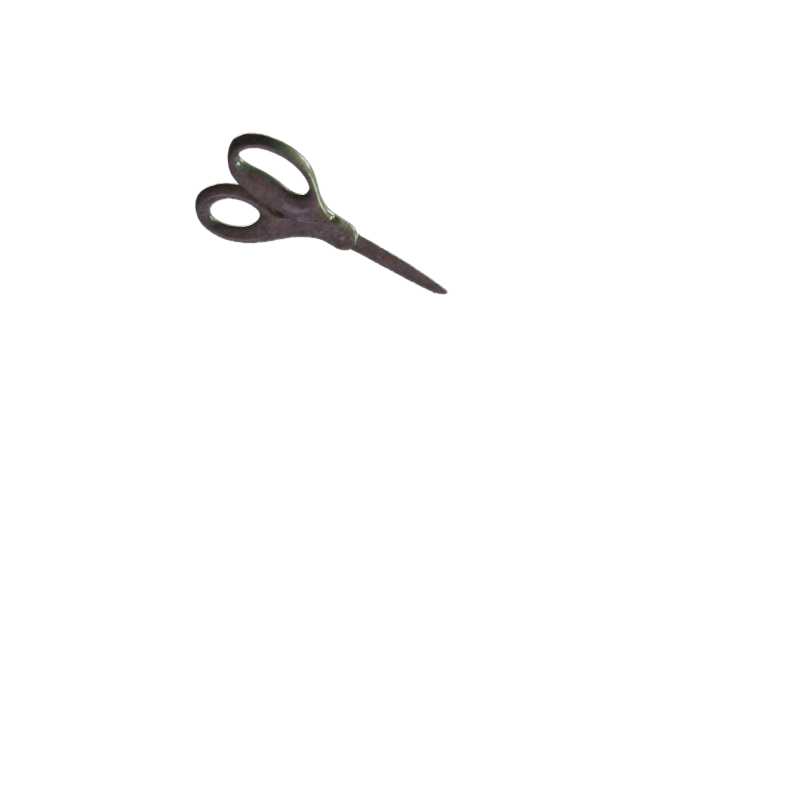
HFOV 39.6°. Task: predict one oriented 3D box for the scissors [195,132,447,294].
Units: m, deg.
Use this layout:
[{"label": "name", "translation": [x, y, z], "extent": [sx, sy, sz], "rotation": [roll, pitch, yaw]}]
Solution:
[{"label": "scissors", "translation": [-0.061, -0.111, 0.775], "extent": [0.096, 0.017, 0.188], "rotation": [-27, -49, 26]}]
